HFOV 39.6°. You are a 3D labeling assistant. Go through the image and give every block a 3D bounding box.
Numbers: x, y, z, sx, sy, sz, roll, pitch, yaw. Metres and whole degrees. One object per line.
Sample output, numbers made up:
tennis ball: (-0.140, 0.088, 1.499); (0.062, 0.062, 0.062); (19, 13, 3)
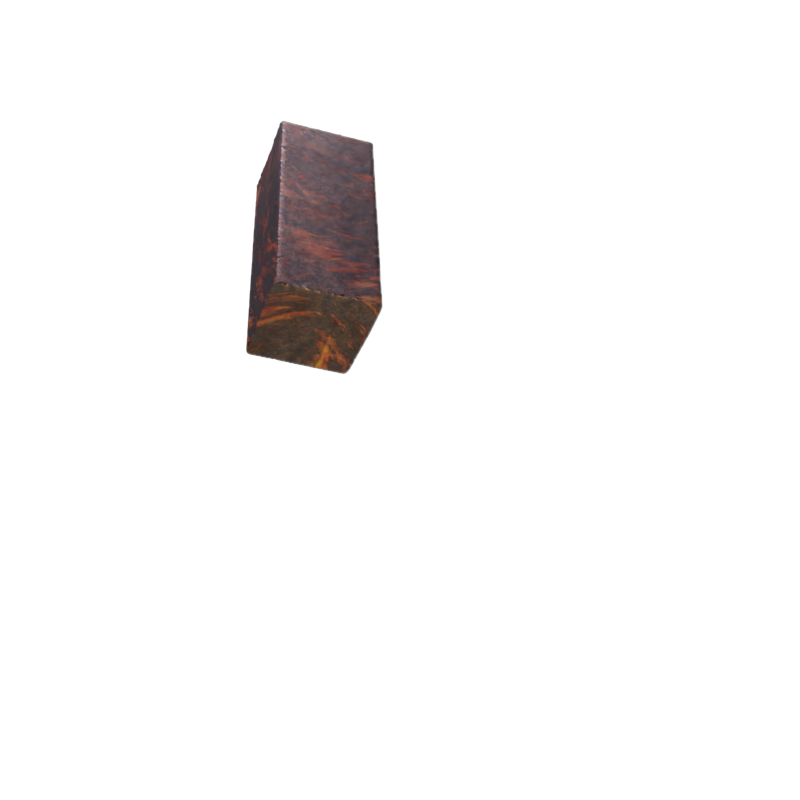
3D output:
block: (-0.075, -0.136, 0.956); (0.088, 0.221, 0.086); (12, -45, -16)
